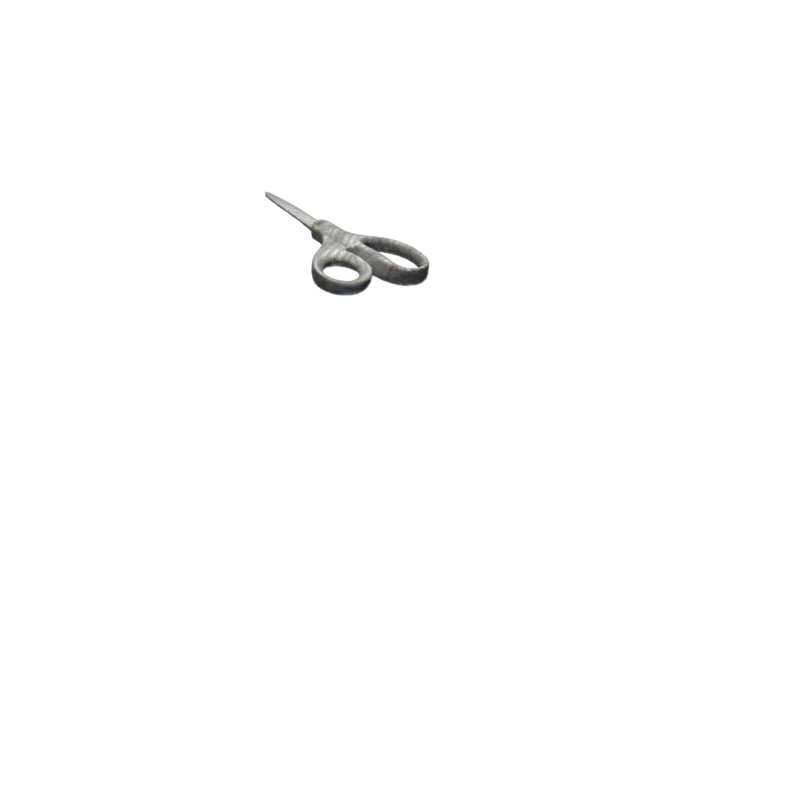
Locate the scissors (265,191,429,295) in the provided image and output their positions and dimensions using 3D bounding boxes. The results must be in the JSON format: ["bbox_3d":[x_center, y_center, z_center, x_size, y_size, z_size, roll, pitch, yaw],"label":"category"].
[{"bbox_3d":[-0.069,-0.125,0.877,0.215,0.015,0.096,26,39,36],"label":"scissors"}]
